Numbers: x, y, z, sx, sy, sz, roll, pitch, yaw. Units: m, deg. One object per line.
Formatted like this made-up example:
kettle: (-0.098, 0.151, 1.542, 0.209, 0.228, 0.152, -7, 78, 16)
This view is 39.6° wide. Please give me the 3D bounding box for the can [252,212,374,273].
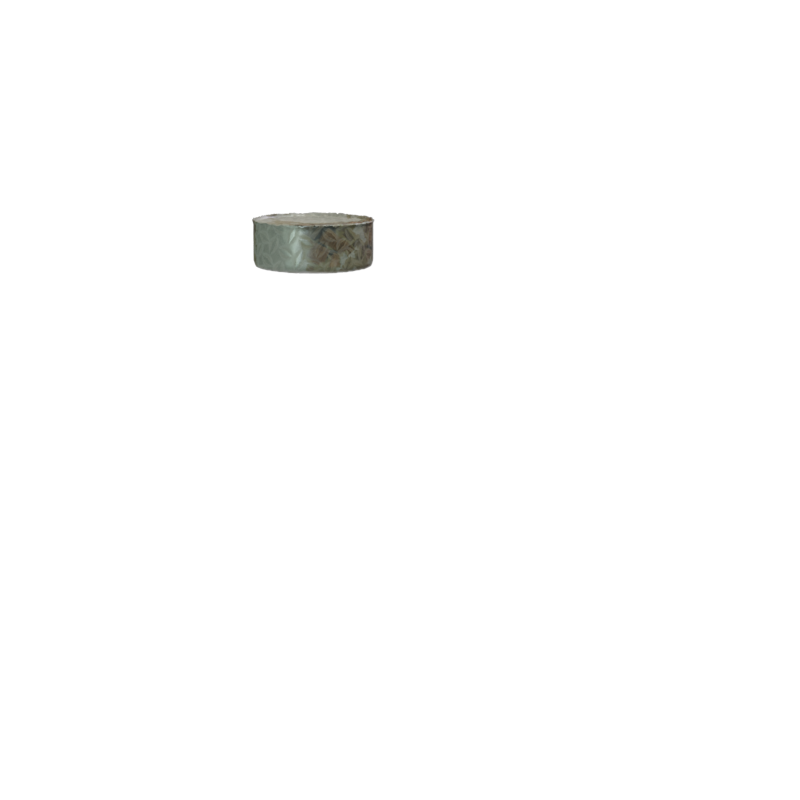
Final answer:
can: (-0.061, -0.111, 0.779, 0.086, 0.033, 0.088, 0, 14, -2)
